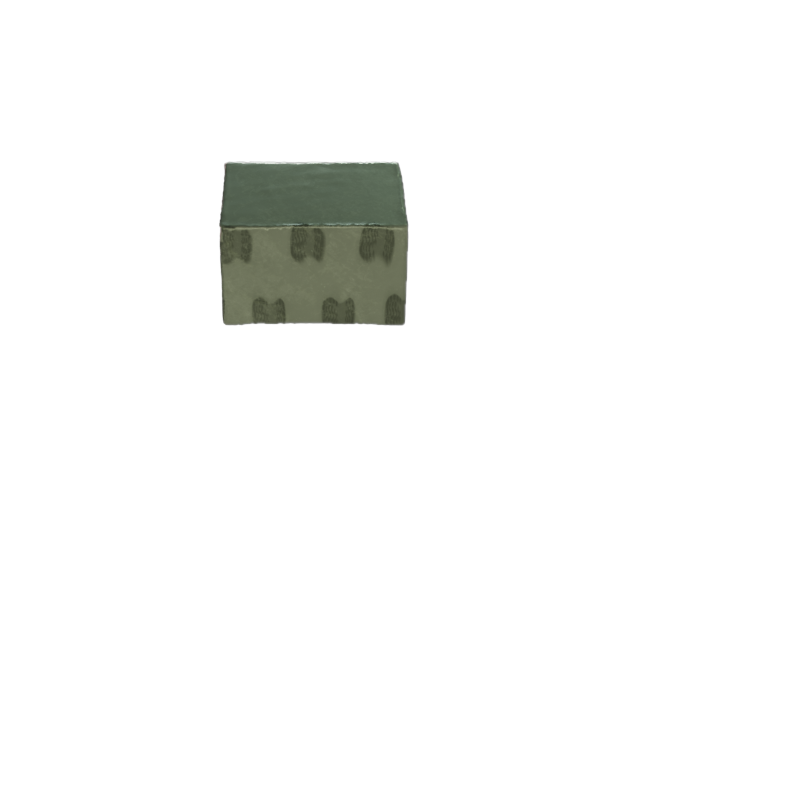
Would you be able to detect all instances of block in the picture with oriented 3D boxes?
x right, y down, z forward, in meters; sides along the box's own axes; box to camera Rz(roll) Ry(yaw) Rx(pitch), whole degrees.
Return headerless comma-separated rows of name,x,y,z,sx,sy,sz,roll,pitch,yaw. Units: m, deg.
block,-0.037,-0.067,0.471,0.078,0.049,0.055,1,39,-2
